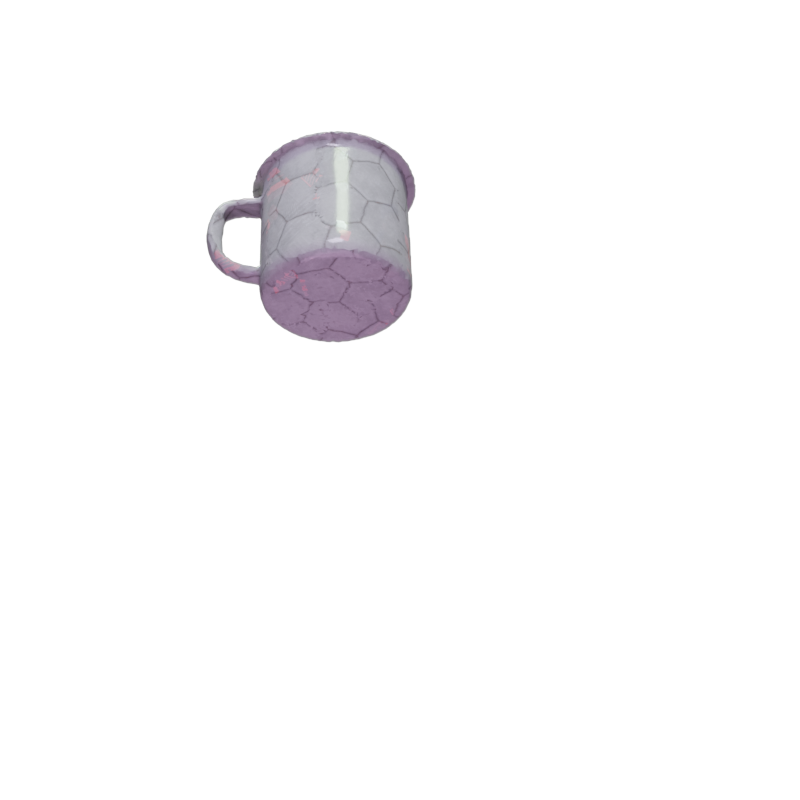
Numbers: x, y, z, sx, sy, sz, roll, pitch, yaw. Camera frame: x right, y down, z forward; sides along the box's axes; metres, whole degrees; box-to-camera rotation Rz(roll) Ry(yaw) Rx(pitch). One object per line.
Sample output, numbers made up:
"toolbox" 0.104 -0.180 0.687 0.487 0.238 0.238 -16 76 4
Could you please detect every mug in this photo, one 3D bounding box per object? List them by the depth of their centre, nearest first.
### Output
"mug" -0.048 -0.087 0.609 0.116 0.087 0.087 3 -38 -5
